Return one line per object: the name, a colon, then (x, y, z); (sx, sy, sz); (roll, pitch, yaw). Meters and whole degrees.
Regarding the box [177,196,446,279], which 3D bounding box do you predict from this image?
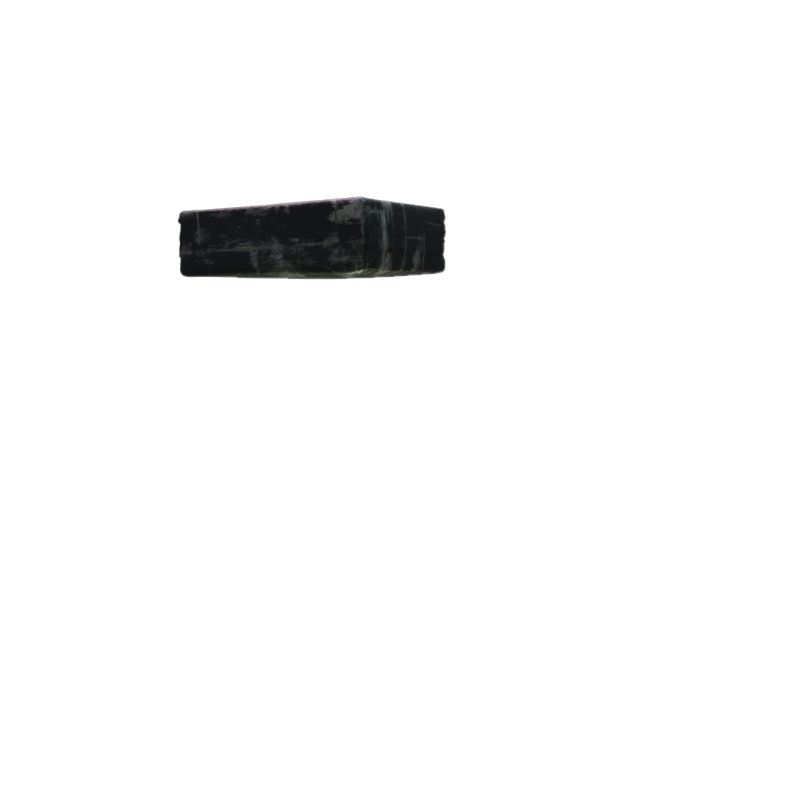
box: (-0.045, -0.083, 0.579); (0.118, 0.039, 0.087); (3, 6, 31)
